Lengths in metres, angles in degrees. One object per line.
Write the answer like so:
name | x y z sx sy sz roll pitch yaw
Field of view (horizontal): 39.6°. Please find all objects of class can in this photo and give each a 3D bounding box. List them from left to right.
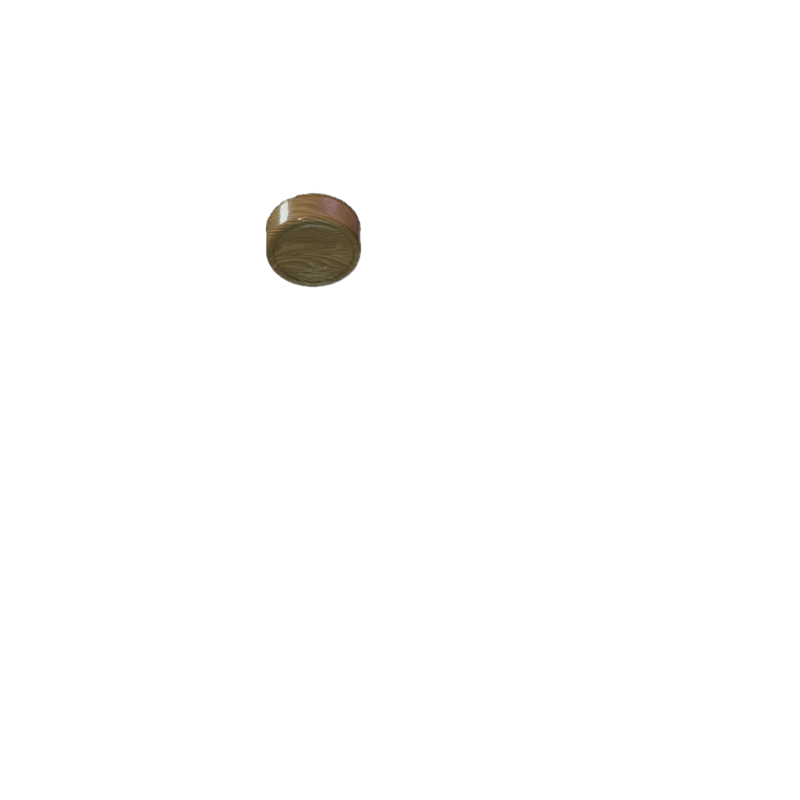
can | -0.077 -0.141 0.985 0.086 0.036 0.080 1 -44 -1
